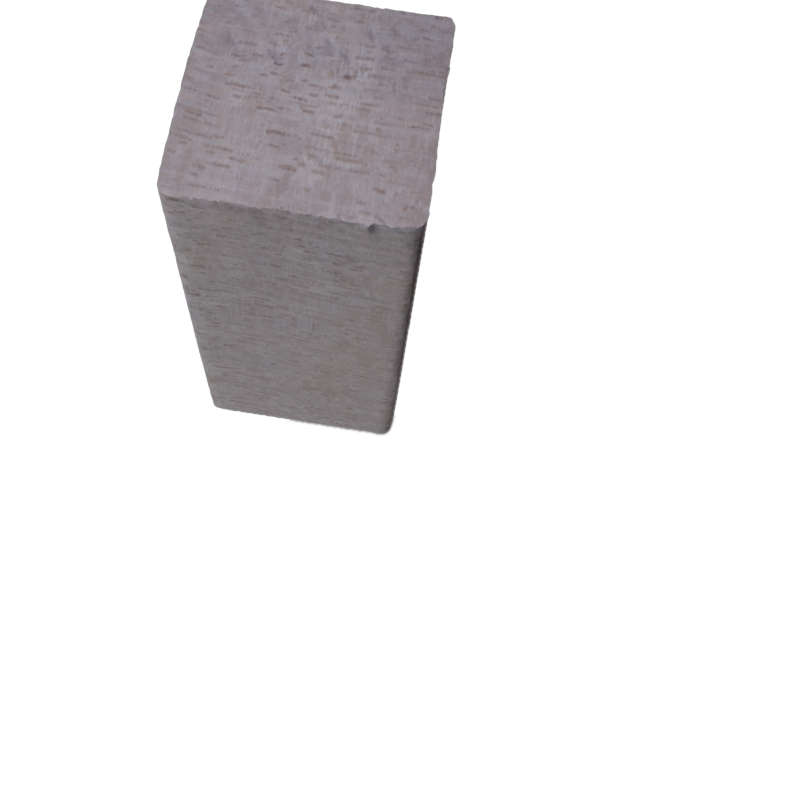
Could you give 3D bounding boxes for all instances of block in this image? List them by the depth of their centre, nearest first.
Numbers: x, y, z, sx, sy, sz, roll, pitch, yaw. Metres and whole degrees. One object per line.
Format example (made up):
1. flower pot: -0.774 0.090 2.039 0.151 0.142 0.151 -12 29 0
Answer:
1. block: -0.037 -0.065 0.462 0.091 0.095 0.196 9 -22 0
